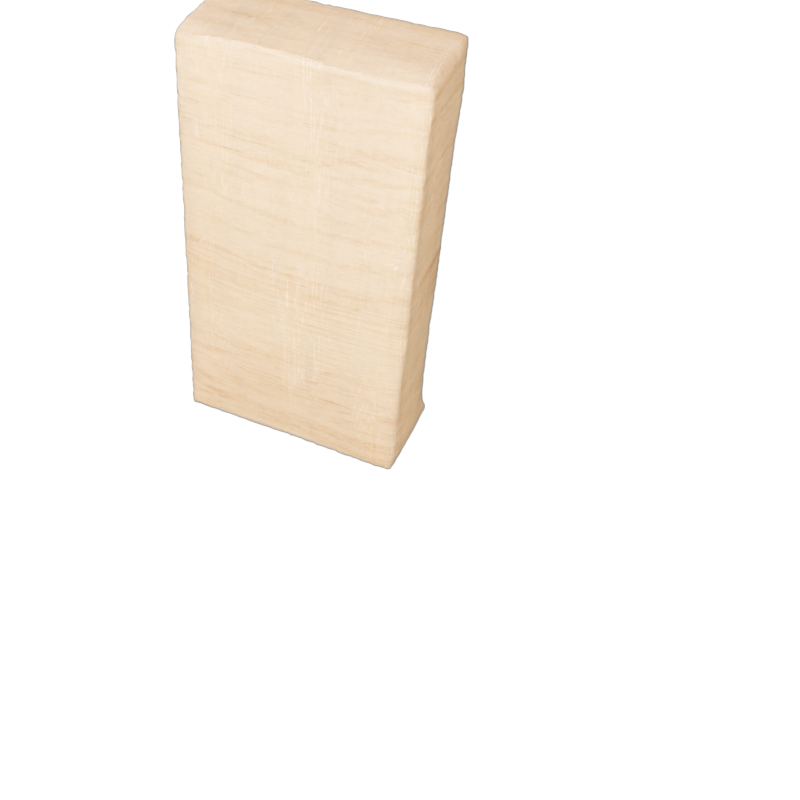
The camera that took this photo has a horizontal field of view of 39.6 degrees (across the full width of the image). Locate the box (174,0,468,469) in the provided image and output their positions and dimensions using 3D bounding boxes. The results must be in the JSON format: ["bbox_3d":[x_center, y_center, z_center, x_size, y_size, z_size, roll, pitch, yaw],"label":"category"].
[{"bbox_3d":[-0.033,-0.059,0.413,0.096,0.164,0.050,18,45,15],"label":"box"}]
